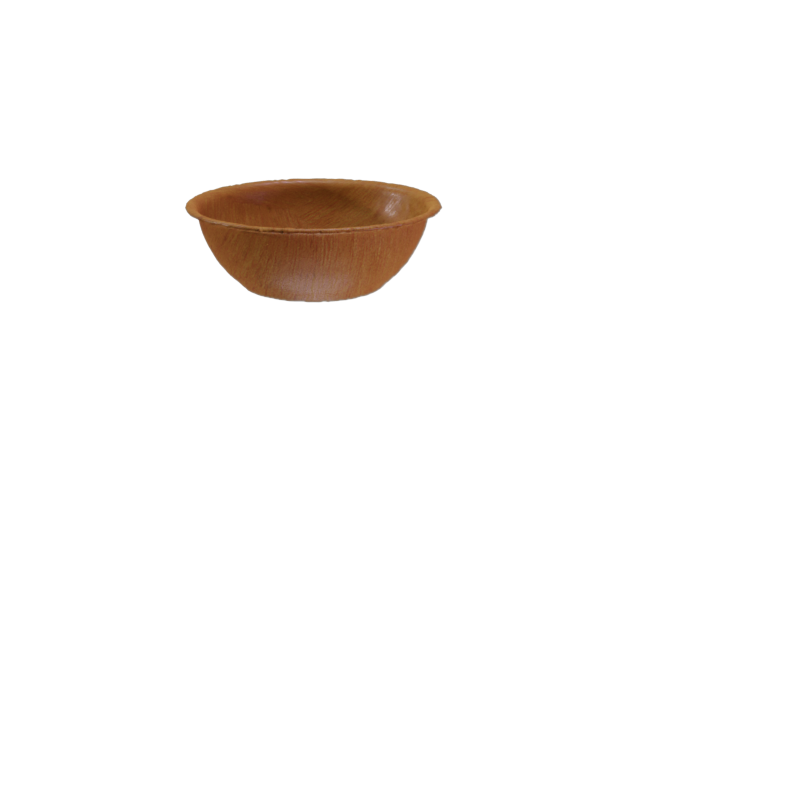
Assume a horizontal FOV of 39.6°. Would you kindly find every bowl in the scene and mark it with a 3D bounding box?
[{"bbox_3d":[-0.055,-0.101,0.708,0.162,0.053,0.169,-1,20,-2],"label":"bowl"}]
